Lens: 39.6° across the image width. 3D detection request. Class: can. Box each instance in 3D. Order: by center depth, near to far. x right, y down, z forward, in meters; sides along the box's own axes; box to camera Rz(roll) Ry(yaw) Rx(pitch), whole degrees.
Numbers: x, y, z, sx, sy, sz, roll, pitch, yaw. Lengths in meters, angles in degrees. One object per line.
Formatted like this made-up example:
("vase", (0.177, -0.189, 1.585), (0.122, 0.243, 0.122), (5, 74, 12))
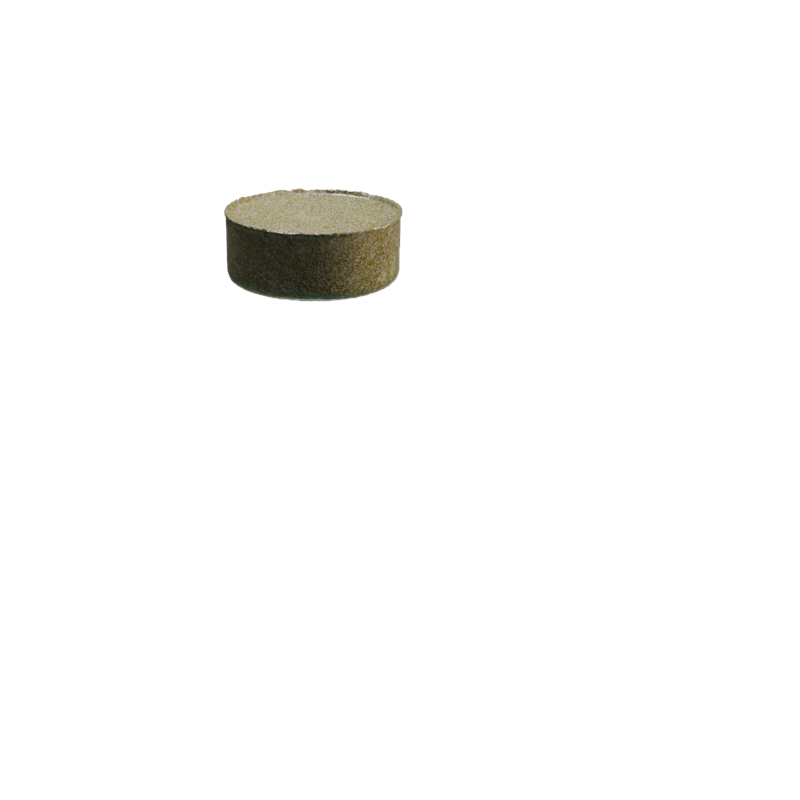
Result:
("can", (-0.042, -0.077, 0.538), (0.086, 0.032, 0.090), (-1, 23, -2))
